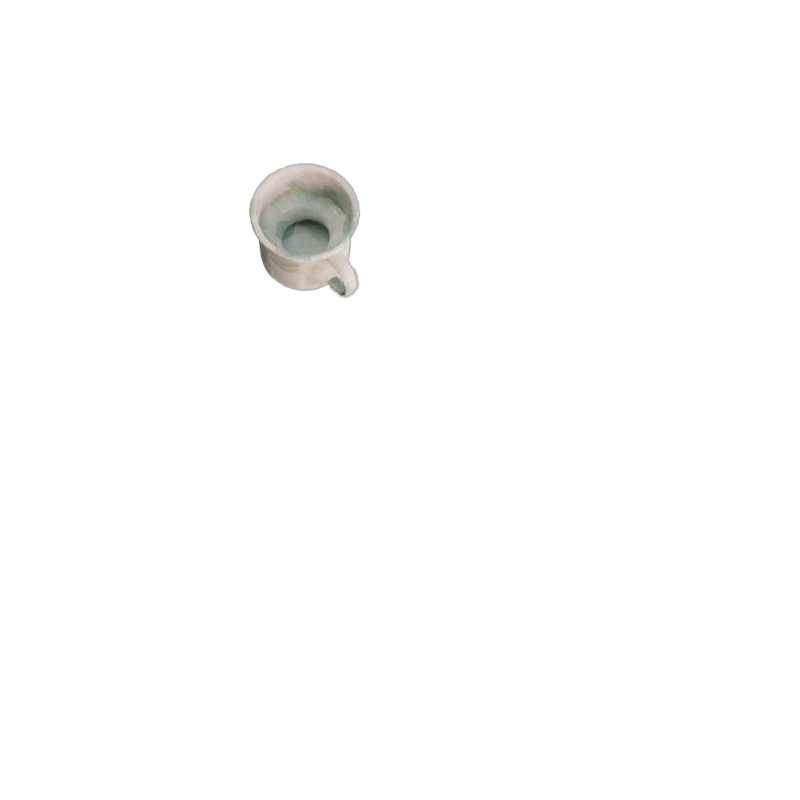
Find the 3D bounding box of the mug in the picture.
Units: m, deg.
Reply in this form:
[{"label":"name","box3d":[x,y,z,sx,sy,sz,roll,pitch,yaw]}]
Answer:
[{"label":"mug","box3d":[-0.075,-0.137,0.963,0.094,0.123,0.077,-37,-18,-15]}]
